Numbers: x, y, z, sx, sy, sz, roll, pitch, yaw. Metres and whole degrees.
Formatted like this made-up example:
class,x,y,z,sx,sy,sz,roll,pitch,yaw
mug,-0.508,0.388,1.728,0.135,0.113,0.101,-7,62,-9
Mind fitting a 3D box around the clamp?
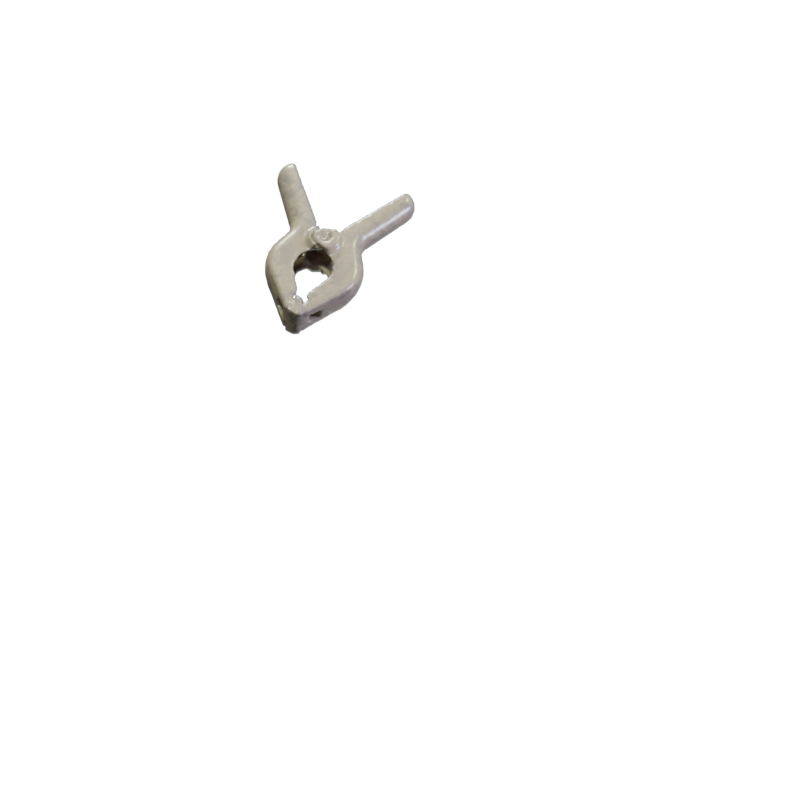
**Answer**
class,x,y,z,sx,sy,sz,roll,pitch,yaw
clamp,-0.071,-0.130,0.913,0.124,0.036,0.178,17,49,15
